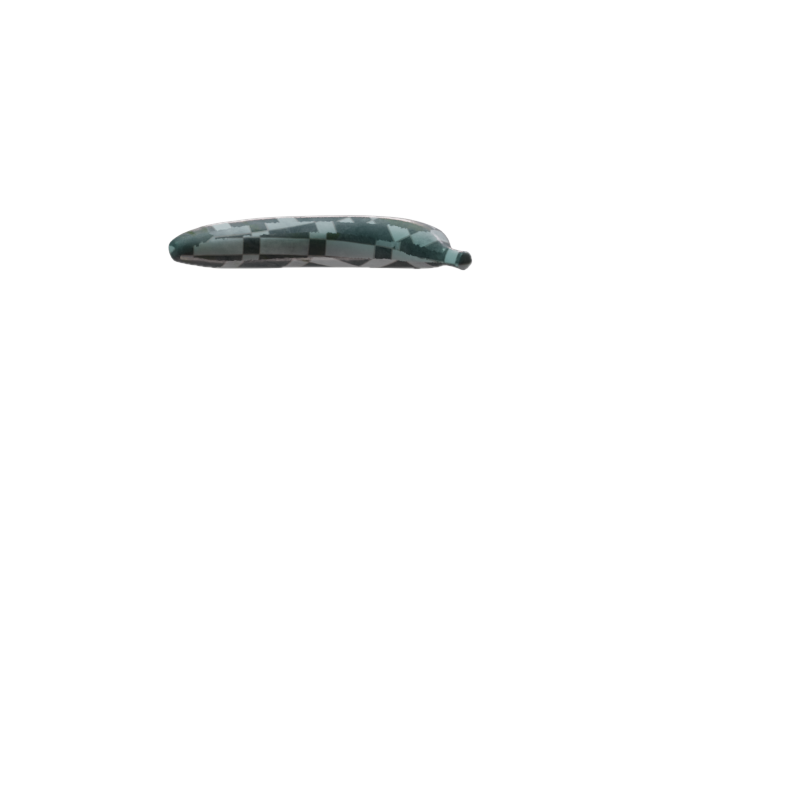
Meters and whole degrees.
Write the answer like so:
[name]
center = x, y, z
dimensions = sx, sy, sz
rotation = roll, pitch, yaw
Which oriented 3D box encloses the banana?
[banana]
center = -0.053, -0.107, 0.748
dimensions = 0.199, 0.036, 0.070
rotation = 0, 6, 4
